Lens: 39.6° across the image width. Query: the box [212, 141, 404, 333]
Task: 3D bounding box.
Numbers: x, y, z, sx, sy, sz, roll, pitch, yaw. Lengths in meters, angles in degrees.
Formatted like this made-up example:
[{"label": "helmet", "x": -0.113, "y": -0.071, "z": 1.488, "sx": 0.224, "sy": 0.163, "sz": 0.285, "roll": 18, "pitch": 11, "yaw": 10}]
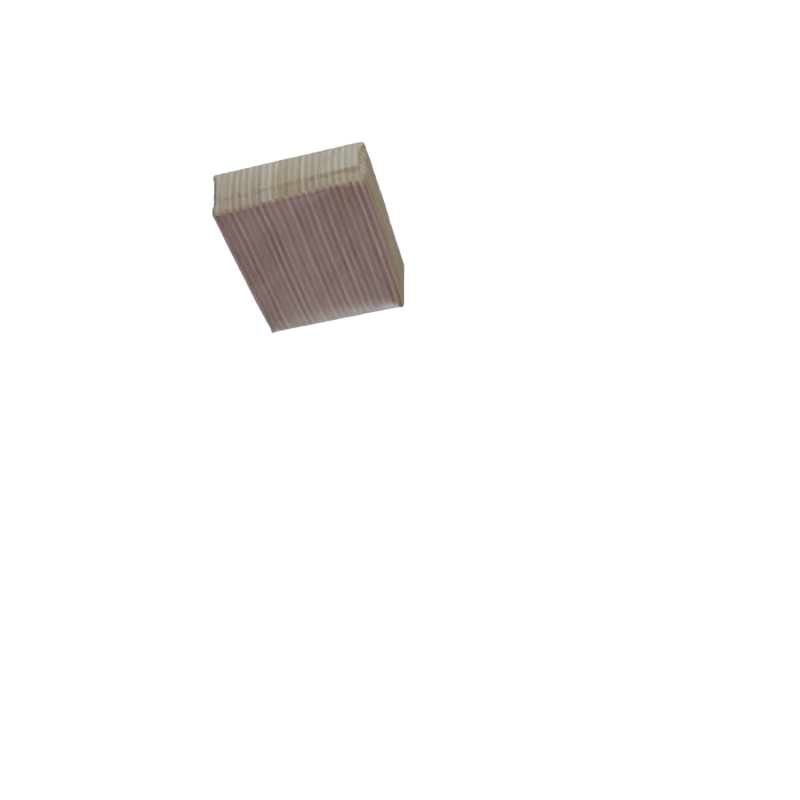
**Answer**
[{"label": "box", "x": -0.051, "y": -0.093, "z": 0.654, "sx": 0.091, "sy": 0.042, "sz": 0.105, "roll": -10, "pitch": -42, "yaw": 10}]
